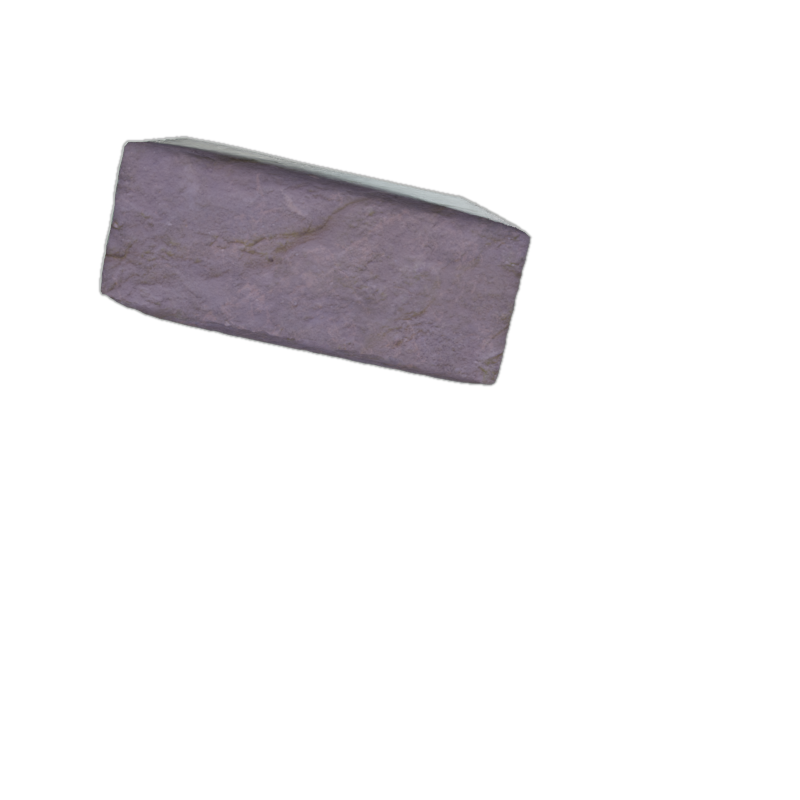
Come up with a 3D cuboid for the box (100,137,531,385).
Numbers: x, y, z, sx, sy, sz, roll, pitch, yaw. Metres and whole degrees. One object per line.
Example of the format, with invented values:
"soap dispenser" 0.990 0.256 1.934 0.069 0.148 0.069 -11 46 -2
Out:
"box" -0.042 -0.076 0.534 0.163 0.071 0.219 12 11 -5
